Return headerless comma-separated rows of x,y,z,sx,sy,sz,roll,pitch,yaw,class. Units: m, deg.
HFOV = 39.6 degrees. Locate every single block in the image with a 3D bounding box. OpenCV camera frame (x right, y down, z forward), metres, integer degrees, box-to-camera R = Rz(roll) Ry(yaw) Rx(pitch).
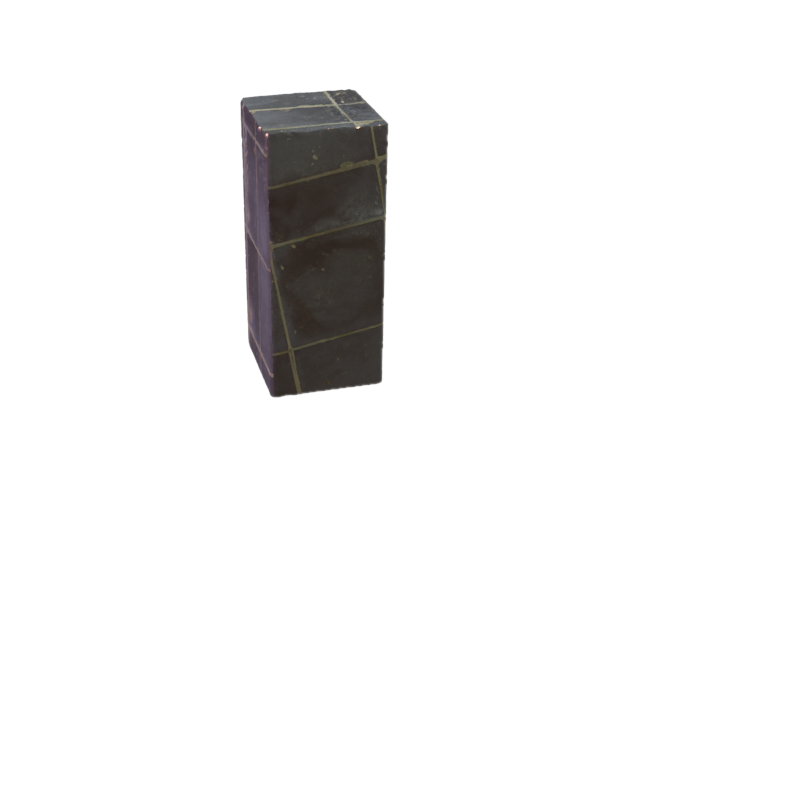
-0.066,-0.118,0.828,0.089,0.195,0.097,-6,28,-16,block
